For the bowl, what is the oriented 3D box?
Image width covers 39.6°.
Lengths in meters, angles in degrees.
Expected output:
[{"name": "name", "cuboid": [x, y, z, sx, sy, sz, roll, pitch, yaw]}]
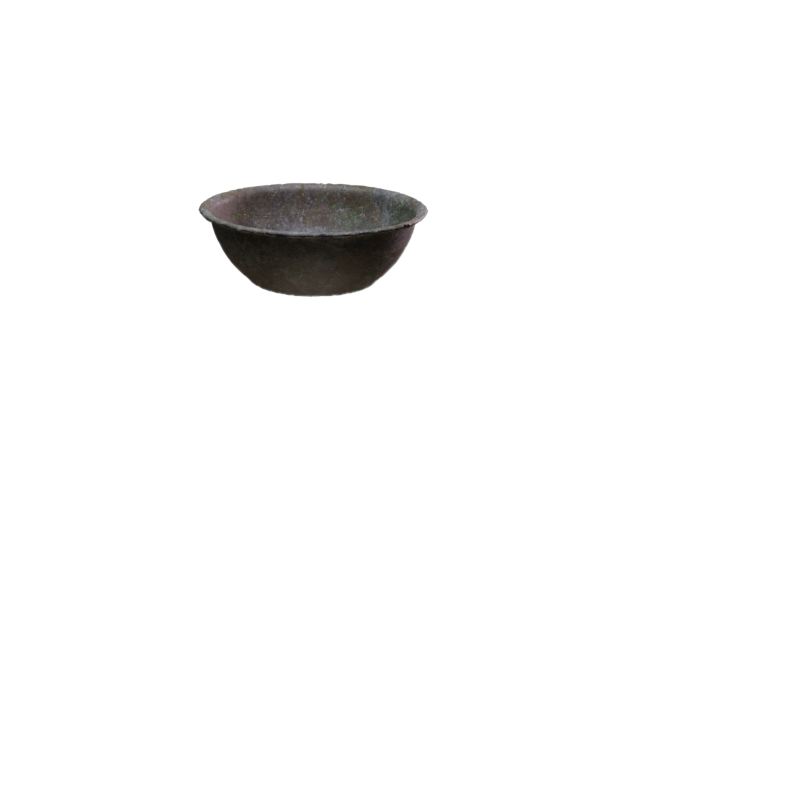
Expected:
[{"name": "bowl", "cuboid": [-0.062, -0.113, 0.792, 0.162, 0.053, 0.169, -1, 22, -2]}]
